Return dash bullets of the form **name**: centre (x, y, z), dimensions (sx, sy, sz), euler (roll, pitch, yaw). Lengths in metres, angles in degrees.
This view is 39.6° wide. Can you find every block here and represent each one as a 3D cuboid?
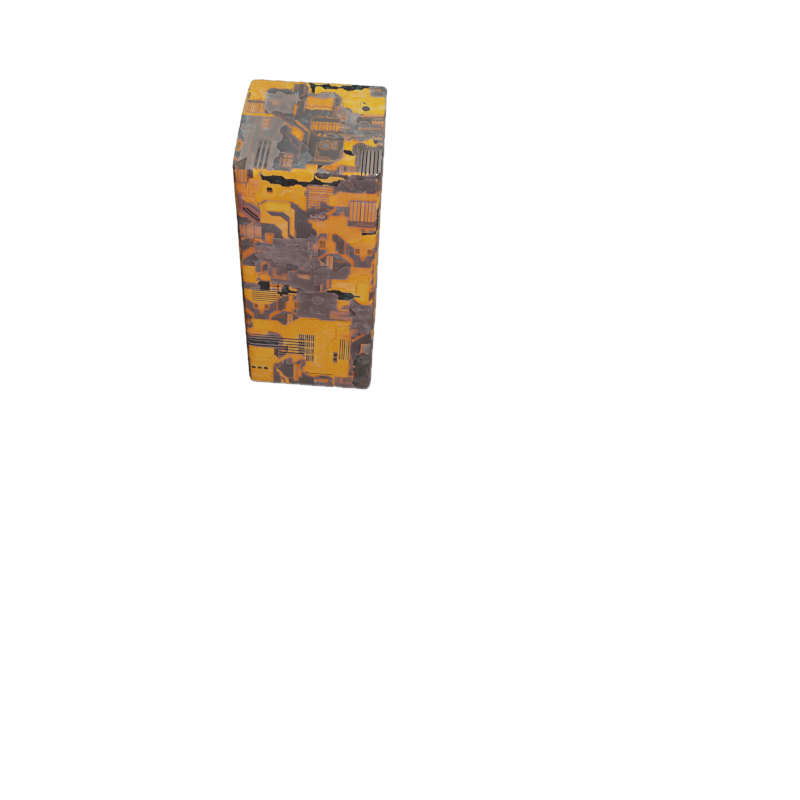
- **block**: centre (-0.059, -0.107, 0.754), dimensions (0.091, 0.096, 0.192), euler (4, -41, 0)
